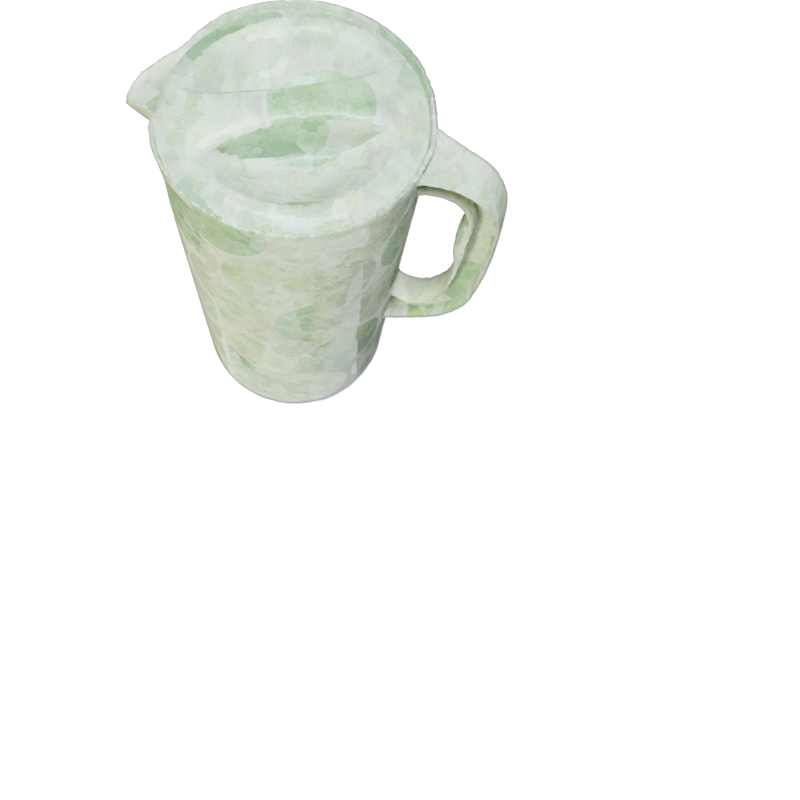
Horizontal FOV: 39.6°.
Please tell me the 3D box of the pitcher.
[{"bbox_3d":[-0.047,-0.086,0.602,0.144,0.158,0.230,-26,-21,-14],"label":"pitcher"}]
